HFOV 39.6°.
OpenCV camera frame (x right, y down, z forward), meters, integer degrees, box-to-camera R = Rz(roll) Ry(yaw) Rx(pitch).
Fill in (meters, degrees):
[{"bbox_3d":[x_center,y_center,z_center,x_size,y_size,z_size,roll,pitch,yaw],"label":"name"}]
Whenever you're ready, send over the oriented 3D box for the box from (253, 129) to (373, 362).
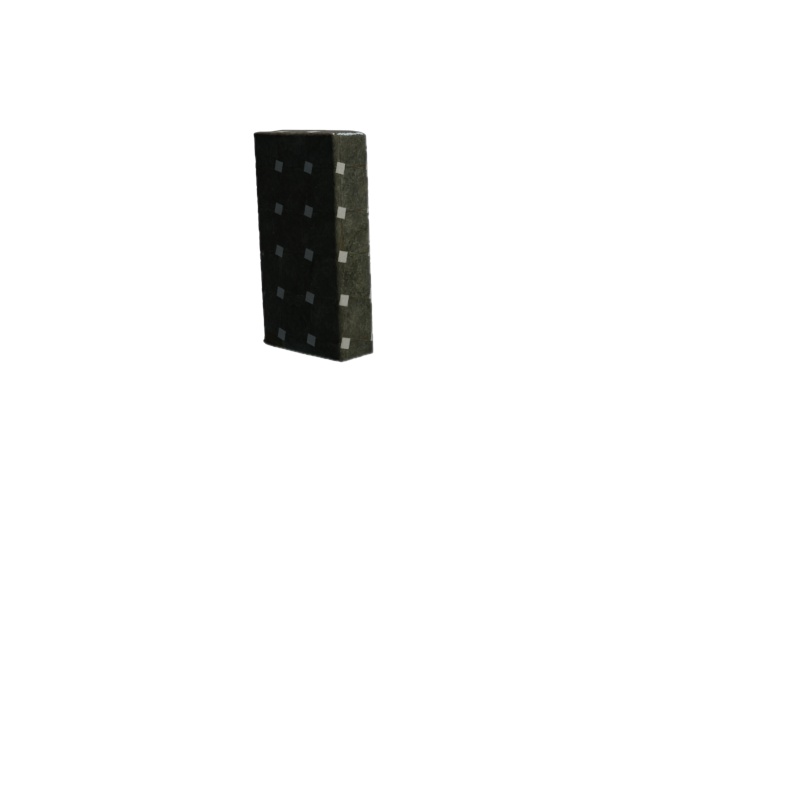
[{"bbox_3d":[-0.068,-0.125,0.879,0.098,0.173,0.047,9,11,43],"label":"box"}]
